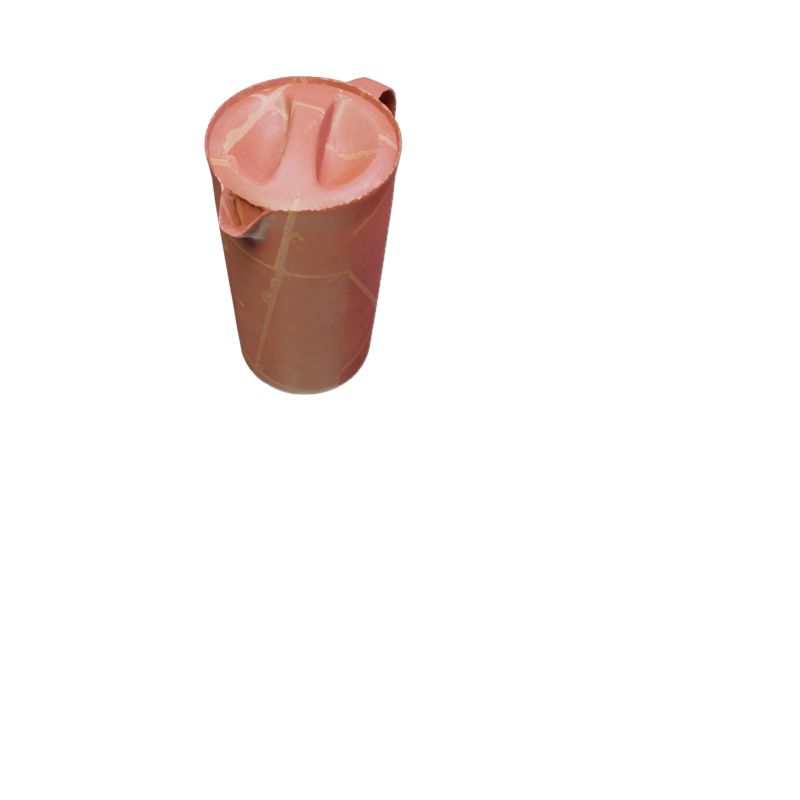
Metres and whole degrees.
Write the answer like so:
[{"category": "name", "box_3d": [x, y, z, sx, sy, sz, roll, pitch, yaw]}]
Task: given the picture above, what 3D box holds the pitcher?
[{"category": "pitcher", "box_3d": [-0.065, -0.119, 0.836, 0.148, 0.156, 0.227, -9, -36, -9]}]
